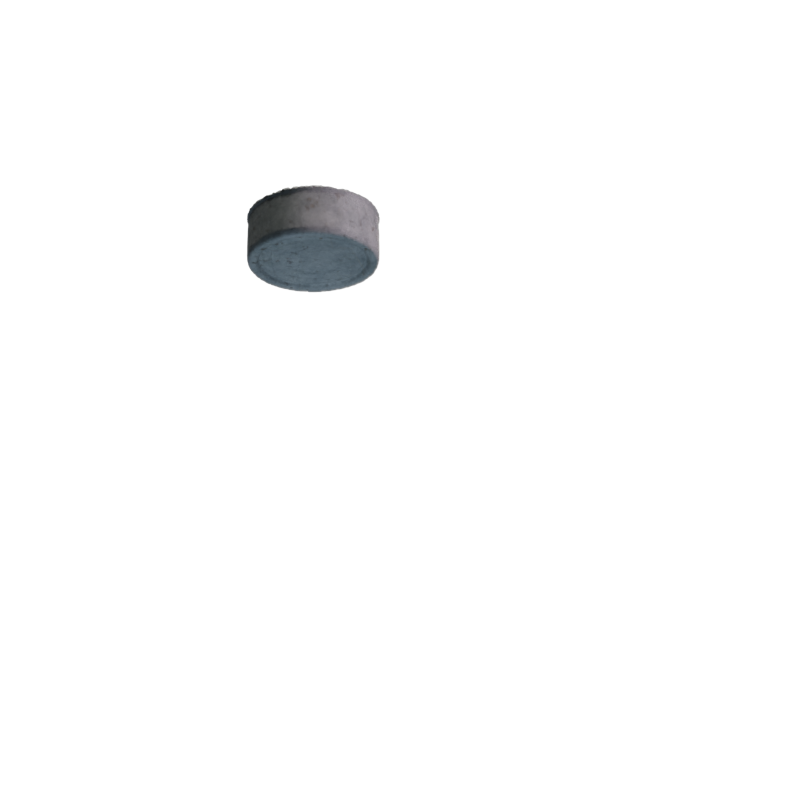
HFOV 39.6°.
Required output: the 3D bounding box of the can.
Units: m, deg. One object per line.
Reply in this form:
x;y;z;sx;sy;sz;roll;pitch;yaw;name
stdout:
-0.056;-0.101;0.709;0.086;0.035;0.081;0;-22;-2;can
